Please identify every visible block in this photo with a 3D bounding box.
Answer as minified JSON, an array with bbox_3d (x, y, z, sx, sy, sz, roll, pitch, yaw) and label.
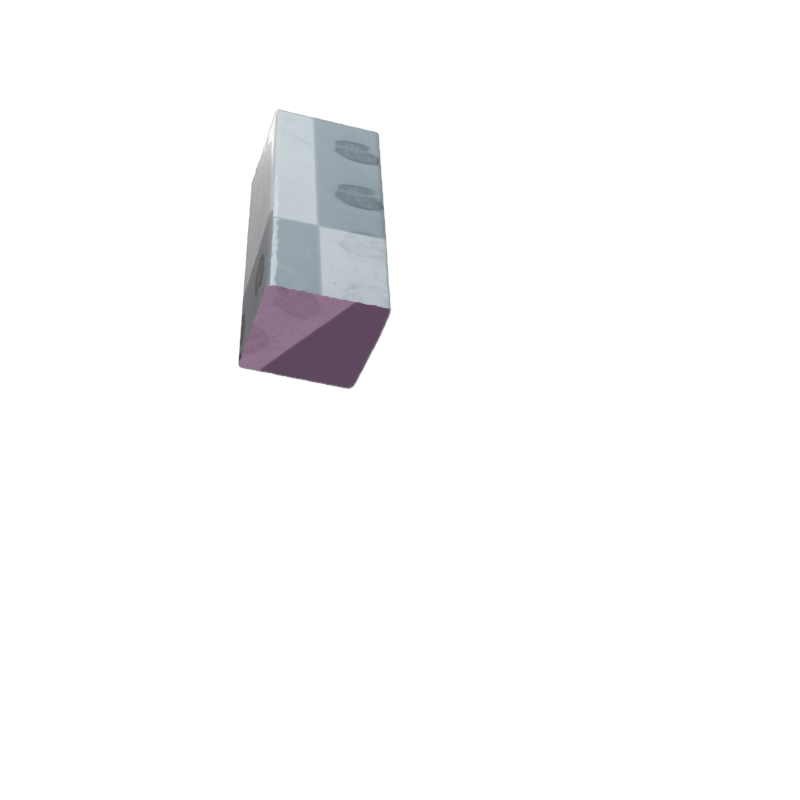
[{"bbox_3d":[-0.067,-0.122,0.856,0.089,0.221,0.086,11,-46,-15],"label":"block"}]
